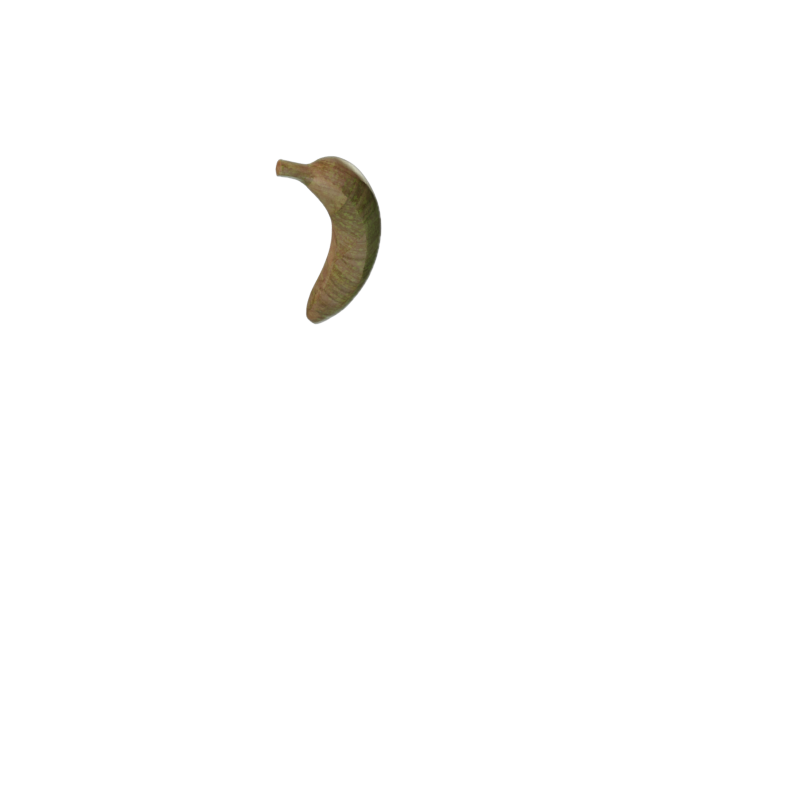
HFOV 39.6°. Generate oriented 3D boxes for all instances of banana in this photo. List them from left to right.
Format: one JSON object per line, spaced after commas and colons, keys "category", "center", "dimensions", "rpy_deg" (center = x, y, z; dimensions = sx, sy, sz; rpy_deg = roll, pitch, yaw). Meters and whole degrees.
{"category": "banana", "center": [-0.048, -0.124, 0.845], "dimensions": [0.070, 0.039, 0.184], "rpy_deg": [-3, -34, 3]}
